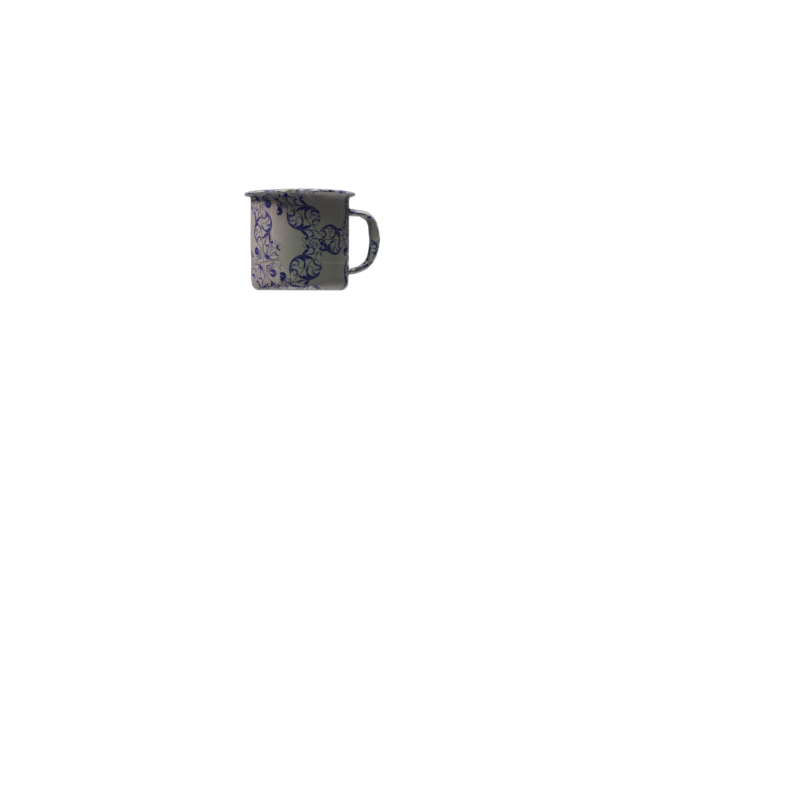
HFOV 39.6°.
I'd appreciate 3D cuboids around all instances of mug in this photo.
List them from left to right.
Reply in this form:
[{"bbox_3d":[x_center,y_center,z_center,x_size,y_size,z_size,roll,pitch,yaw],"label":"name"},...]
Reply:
[{"bbox_3d":[-0.073,-0.133,0.929,0.114,0.082,0.096,-1,3,-23],"label":"mug"}]
